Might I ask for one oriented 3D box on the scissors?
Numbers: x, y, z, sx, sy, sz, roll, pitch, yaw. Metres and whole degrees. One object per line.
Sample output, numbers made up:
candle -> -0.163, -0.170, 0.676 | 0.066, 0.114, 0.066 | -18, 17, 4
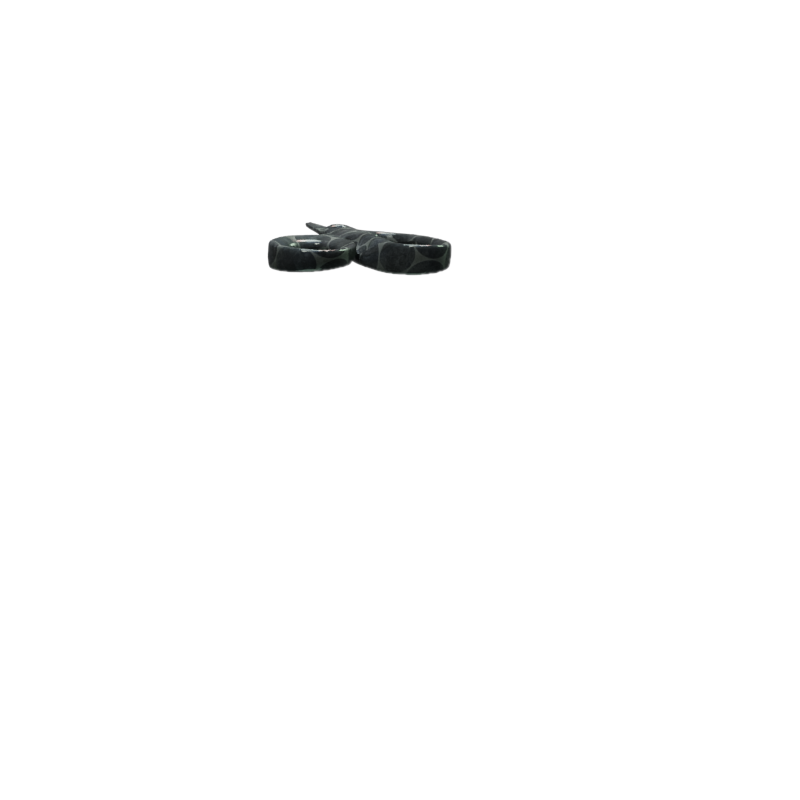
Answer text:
scissors -> -0.047, -0.085, 0.594 | 0.094, 0.015, 0.212 | -7, 15, -27
